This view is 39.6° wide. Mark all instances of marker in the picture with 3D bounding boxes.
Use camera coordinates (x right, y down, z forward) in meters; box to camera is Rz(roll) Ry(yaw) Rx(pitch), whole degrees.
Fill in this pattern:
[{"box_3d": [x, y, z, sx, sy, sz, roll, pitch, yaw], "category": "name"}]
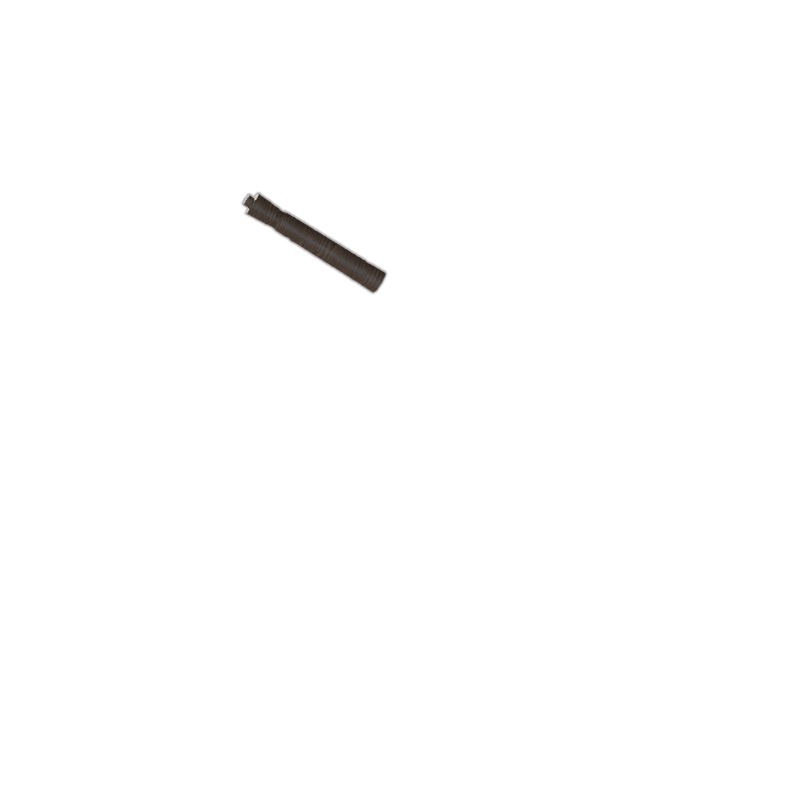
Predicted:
[{"box_3d": [-0.066, -0.120, 0.839, 0.119, 0.020, 0.020, 31, -1, -6], "category": "marker"}]
